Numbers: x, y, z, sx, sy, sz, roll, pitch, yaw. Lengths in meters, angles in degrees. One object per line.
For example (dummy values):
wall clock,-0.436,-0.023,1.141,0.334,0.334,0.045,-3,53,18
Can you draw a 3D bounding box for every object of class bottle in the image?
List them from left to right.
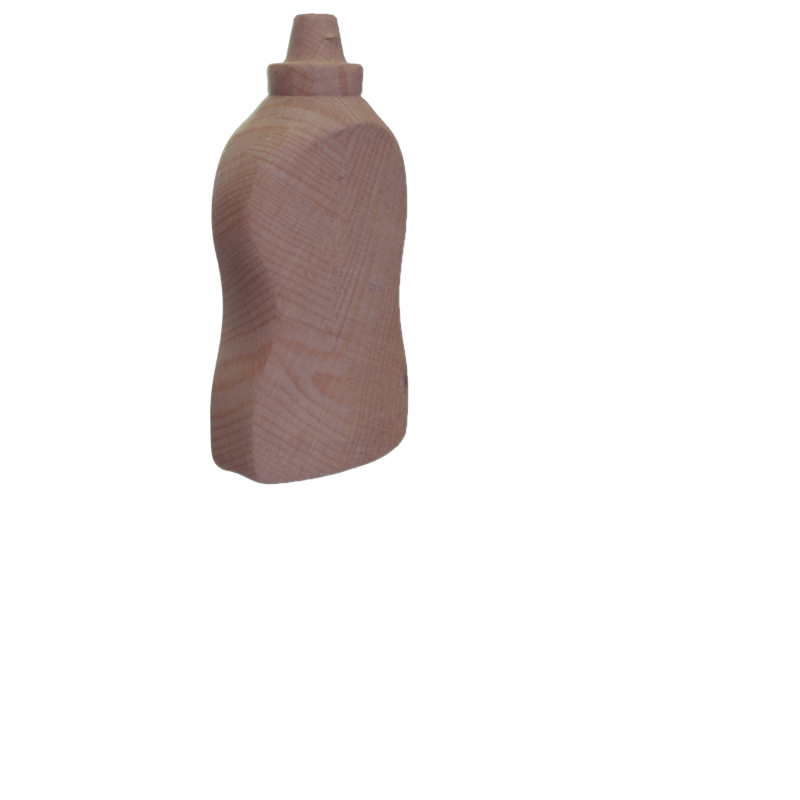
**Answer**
bottle,-0.037,-0.068,0.476,0.093,0.188,0.061,-8,11,-44
